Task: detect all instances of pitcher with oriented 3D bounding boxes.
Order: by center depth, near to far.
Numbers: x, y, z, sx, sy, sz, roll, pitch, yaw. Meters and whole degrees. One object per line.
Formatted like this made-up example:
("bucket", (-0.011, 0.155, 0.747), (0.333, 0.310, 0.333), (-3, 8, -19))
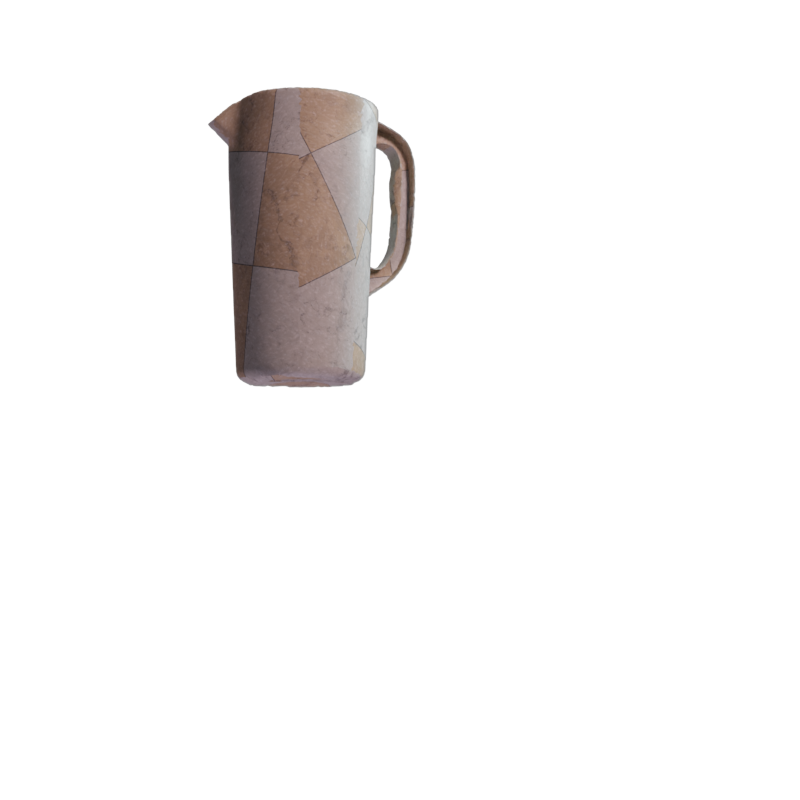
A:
("pitcher", (-0.074, -0.135, 0.946), (0.152, 0.249, 0.139), (-3, -9, 19))
